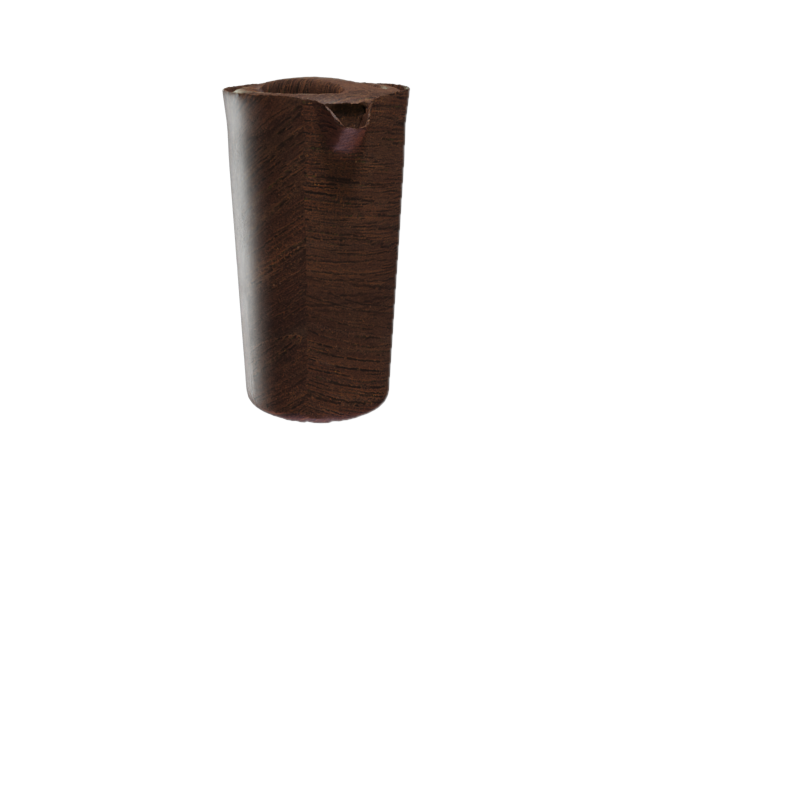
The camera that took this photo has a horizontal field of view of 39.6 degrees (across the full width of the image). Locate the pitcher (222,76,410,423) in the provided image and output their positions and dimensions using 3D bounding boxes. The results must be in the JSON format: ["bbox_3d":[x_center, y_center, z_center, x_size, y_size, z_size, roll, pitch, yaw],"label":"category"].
[{"bbox_3d":[-0.064,-0.117,0.822,0.150,0.235,0.149,7,16,23],"label":"pitcher"}]
